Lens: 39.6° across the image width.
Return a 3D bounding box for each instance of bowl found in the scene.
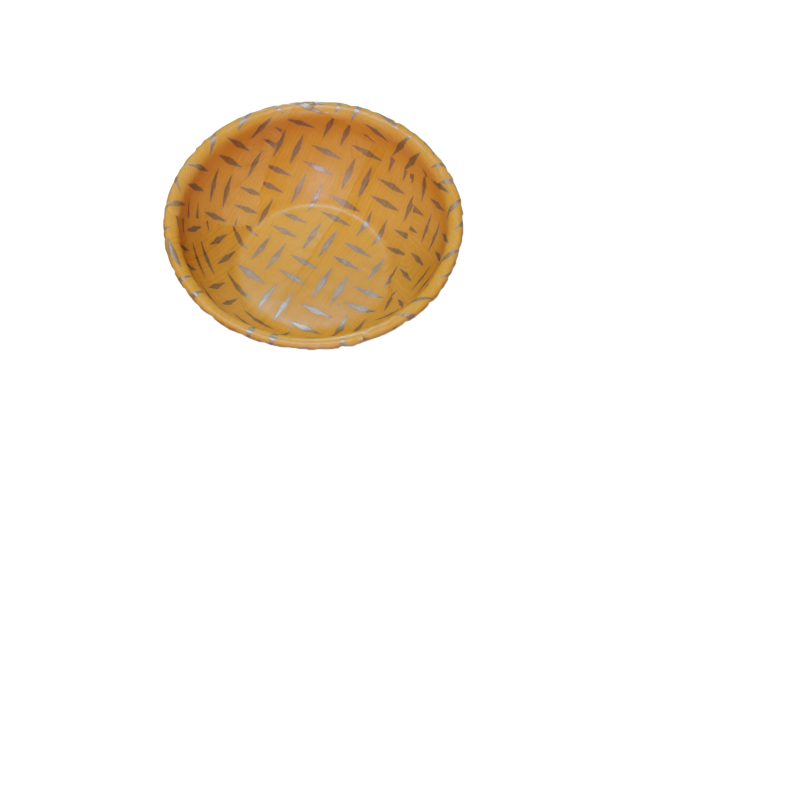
[{"bbox_3d":[-0.048,-0.088,0.617,0.162,0.173,0.052,-1,-31,-1],"label":"bowl"}]
